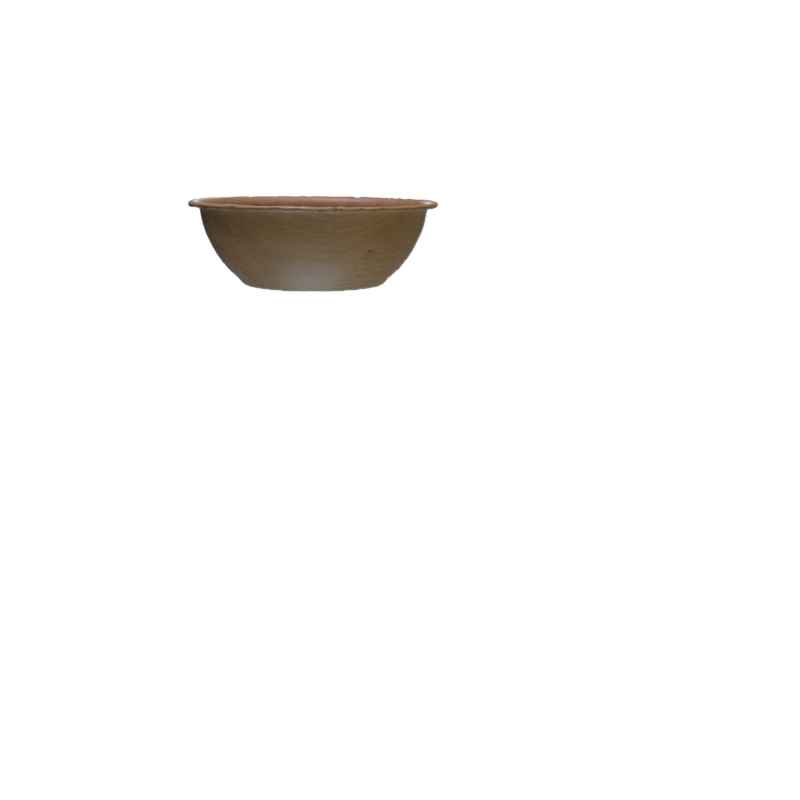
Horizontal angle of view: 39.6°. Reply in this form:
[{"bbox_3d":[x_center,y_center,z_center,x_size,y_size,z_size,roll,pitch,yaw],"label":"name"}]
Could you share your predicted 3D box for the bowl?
[{"bbox_3d":[-0.056,-0.103,0.719,0.162,0.054,0.166,0,12,-2],"label":"bowl"}]
